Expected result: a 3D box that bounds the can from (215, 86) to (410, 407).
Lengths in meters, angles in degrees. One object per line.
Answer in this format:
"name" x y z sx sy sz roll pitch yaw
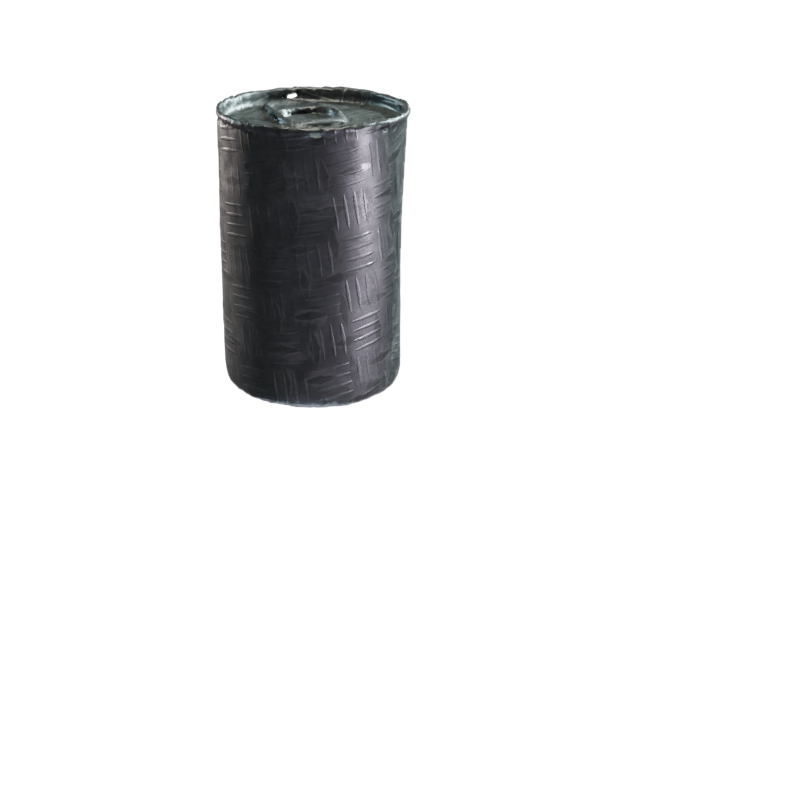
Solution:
"can" -0.032 -0.058 0.404 0.068 0.097 0.072 0 23 -2
